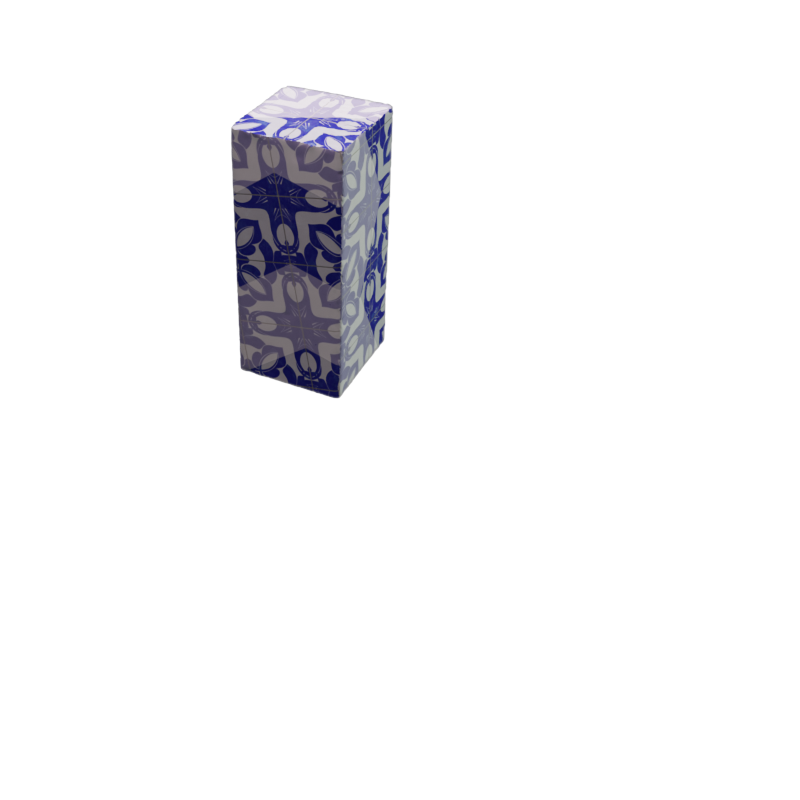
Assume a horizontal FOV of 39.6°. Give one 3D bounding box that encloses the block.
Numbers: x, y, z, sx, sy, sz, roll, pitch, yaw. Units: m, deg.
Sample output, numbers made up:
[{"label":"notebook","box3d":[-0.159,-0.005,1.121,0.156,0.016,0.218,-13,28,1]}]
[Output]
[{"label":"block","box3d":[-0.066,-0.119,0.834,0.093,0.193,0.093,15,35,19]}]
